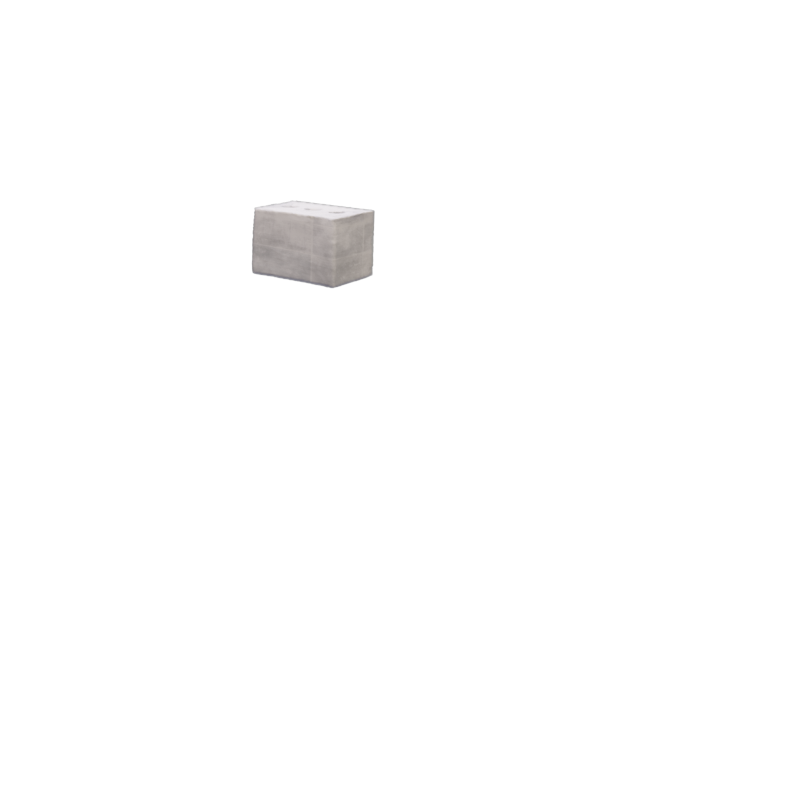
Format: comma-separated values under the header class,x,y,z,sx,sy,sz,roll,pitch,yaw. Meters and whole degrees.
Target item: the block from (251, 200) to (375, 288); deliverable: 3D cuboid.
class,x,y,z,sx,sy,sz,roll,pitch,yaw
block,-0.065,-0.118,0.825,0.082,0.050,0.052,12,19,34
